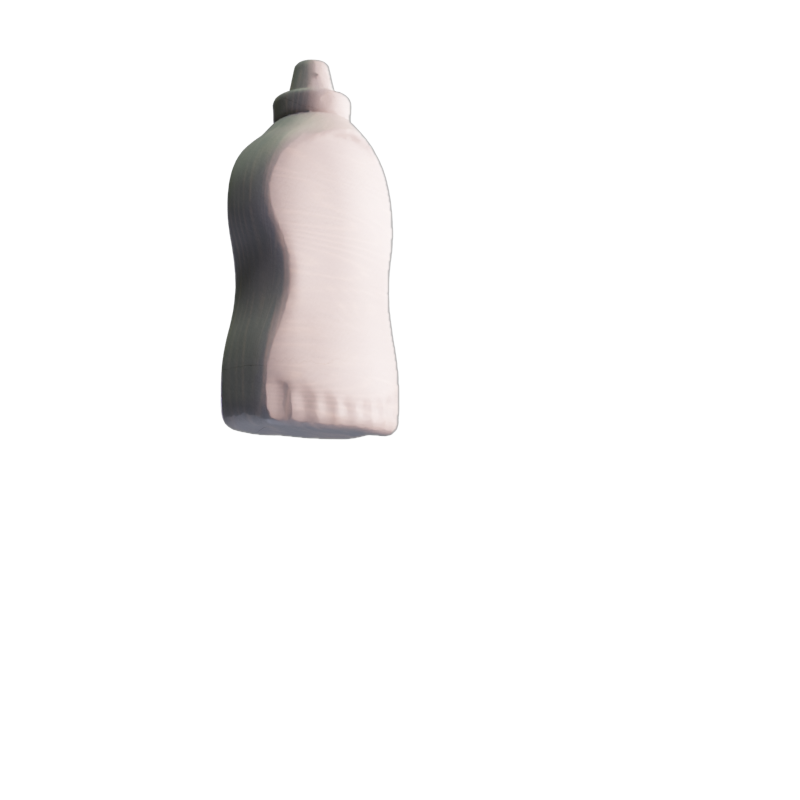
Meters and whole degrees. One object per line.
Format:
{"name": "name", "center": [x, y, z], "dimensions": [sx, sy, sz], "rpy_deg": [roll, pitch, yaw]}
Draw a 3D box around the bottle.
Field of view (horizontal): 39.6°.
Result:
{"name": "bottle", "center": [-0.044, -0.080, 0.558], "dimensions": [0.091, 0.198, 0.059], "rpy_deg": [11, -18, -43]}
